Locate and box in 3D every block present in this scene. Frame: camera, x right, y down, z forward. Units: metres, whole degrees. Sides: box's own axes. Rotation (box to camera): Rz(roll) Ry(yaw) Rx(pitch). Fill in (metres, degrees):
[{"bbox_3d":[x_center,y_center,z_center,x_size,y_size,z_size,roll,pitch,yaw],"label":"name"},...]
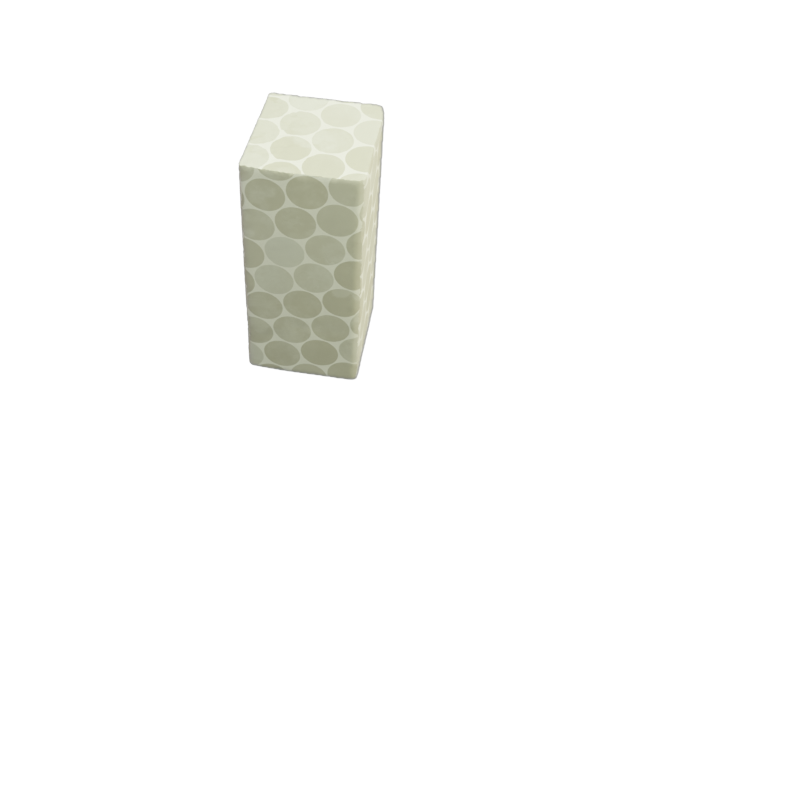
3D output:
[{"bbox_3d":[-0.066,-0.121,0.848,0.091,0.096,0.192,9,-44,5],"label":"block"}]
